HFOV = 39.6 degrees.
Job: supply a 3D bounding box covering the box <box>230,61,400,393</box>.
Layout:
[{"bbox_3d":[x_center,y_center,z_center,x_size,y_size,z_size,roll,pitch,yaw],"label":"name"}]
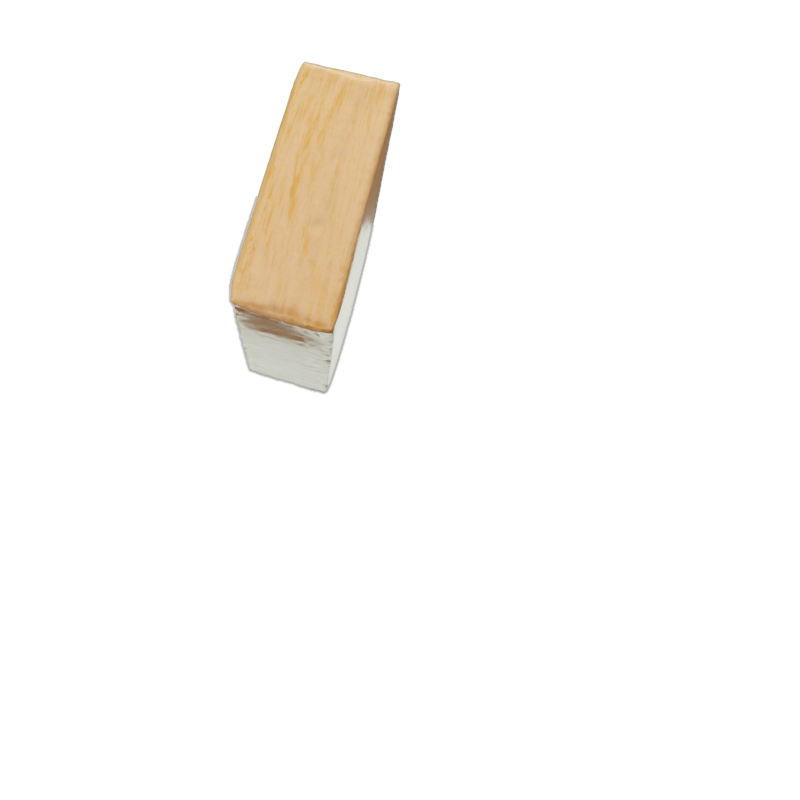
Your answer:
[{"bbox_3d":[-0.059,-0.108,0.755,0.072,0.169,0.207,14,-13,-1],"label":"box"}]
